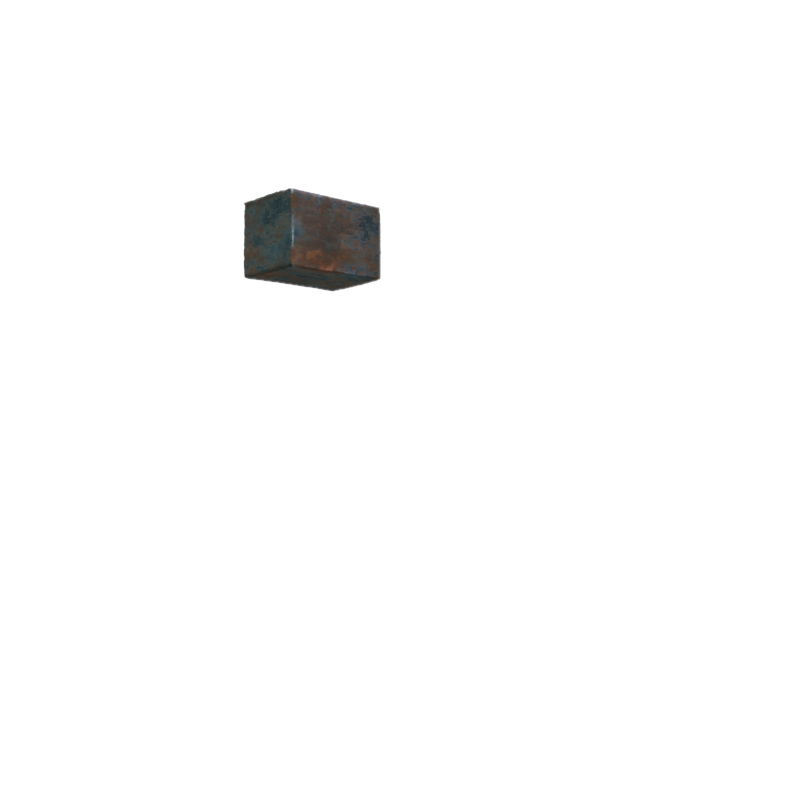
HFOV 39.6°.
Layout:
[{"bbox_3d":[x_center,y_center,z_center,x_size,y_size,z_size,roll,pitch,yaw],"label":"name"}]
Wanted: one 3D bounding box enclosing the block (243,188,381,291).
[{"bbox_3d":[-0.057,-0.104,0.730,0.074,0.053,0.054,7,-11,-42],"label":"block"}]
